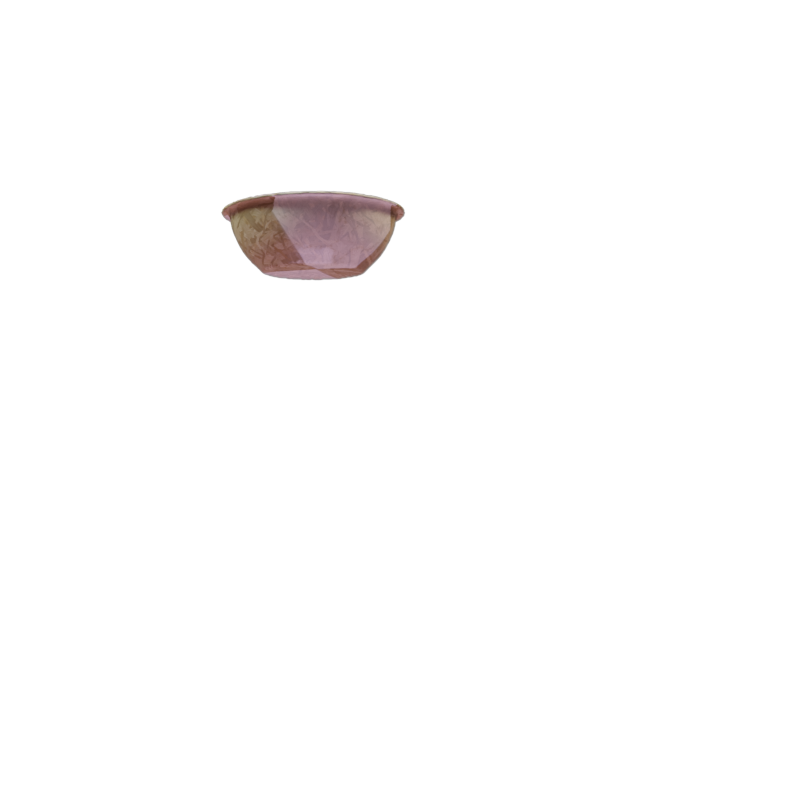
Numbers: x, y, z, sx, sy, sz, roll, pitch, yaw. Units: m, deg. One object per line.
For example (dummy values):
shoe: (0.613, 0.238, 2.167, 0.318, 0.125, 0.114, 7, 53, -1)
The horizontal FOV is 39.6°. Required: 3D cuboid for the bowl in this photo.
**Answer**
bowl: (-0.076, -0.139, 0.972, 0.162, 0.056, 0.160, 0, -3, -2)
